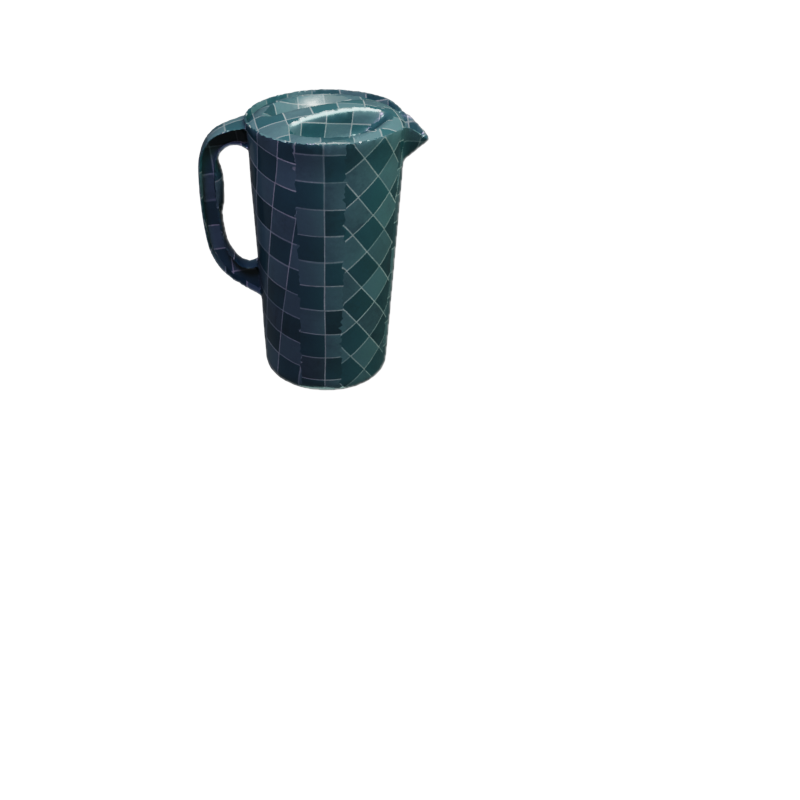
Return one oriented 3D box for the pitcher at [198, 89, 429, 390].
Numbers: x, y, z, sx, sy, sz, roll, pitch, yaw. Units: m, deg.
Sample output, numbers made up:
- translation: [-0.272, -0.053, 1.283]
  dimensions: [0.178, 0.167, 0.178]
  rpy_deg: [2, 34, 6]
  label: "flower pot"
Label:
- translation: [-0.074, -0.135, 0.946]
  dimensions: [0.159, 0.229, 0.144]
  rpy_deg: [24, 36, 35]
  label: "pitcher"
